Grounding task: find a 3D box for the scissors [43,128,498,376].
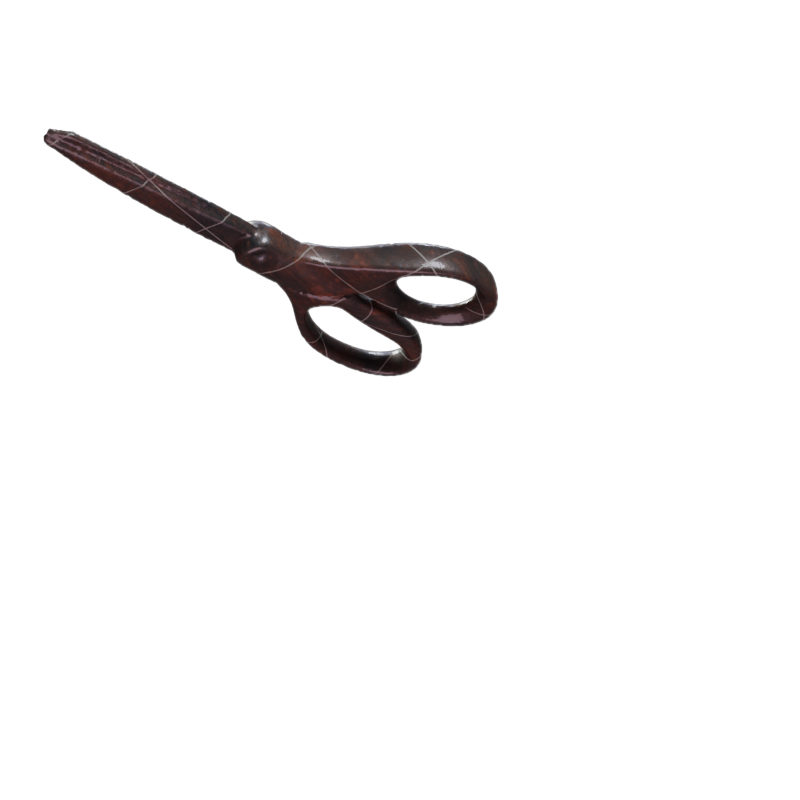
[{"bbox_3d":[-0.034,-0.061,0.429,0.097,0.017,0.187,-16,-34,26],"label":"scissors"}]
